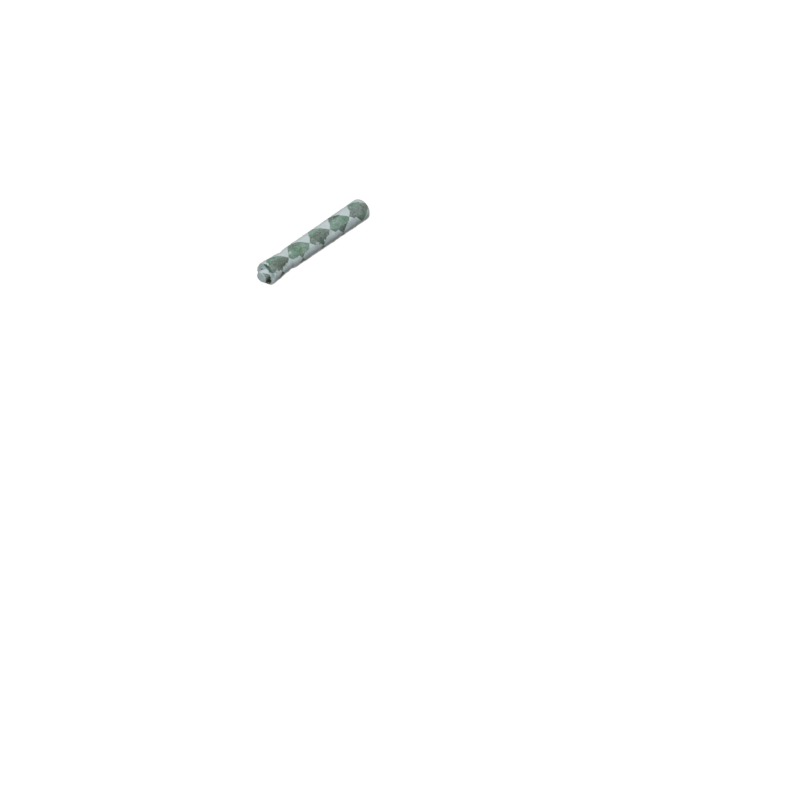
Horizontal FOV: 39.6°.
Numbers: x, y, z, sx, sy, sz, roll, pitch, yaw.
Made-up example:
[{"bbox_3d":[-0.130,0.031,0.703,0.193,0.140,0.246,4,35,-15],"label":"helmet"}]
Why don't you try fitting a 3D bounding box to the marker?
[{"bbox_3d":[-0.068,-0.124,0.868,0.021,0.019,0.122,3,34,43],"label":"marker"}]
